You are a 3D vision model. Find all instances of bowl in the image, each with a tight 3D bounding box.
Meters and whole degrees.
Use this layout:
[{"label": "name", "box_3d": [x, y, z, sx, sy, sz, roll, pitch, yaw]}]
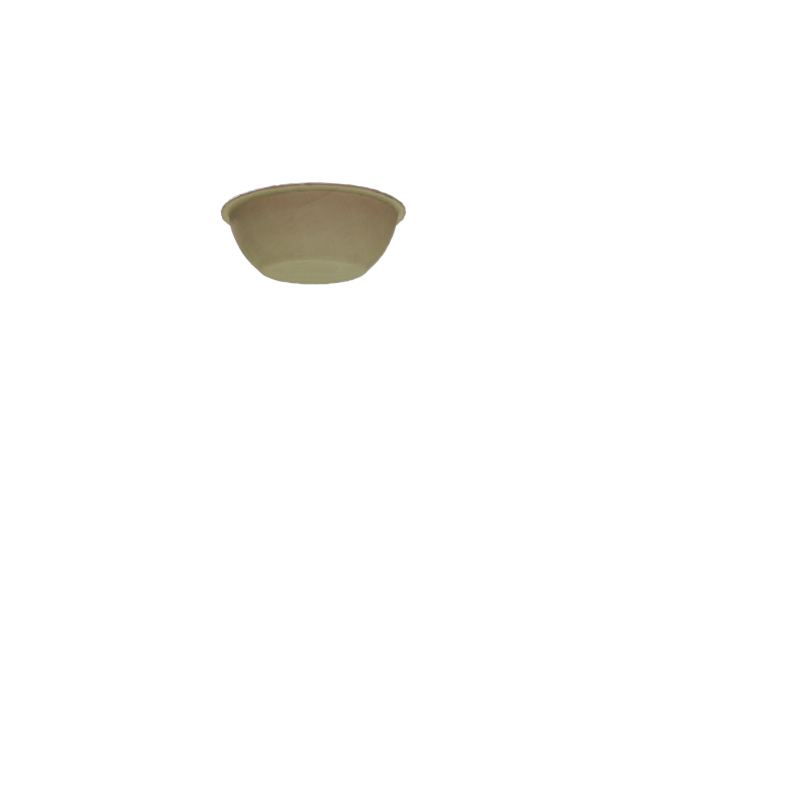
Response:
[{"label": "bowl", "box_3d": [-0.075, -0.137, 0.960, 0.162, 0.057, 0.158, 0, -9, -2]}]
